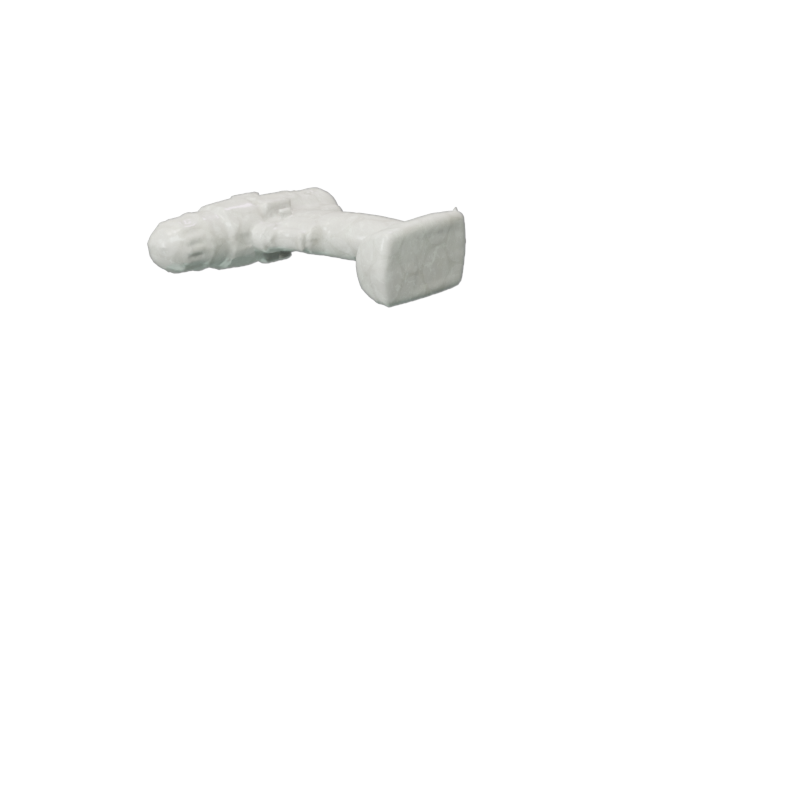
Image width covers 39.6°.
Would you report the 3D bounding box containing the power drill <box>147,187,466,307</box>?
[{"bbox_3d":[-0.063,-0.114,0.802,0.198,0.055,0.182,17,27,36],"label":"power drill"}]
